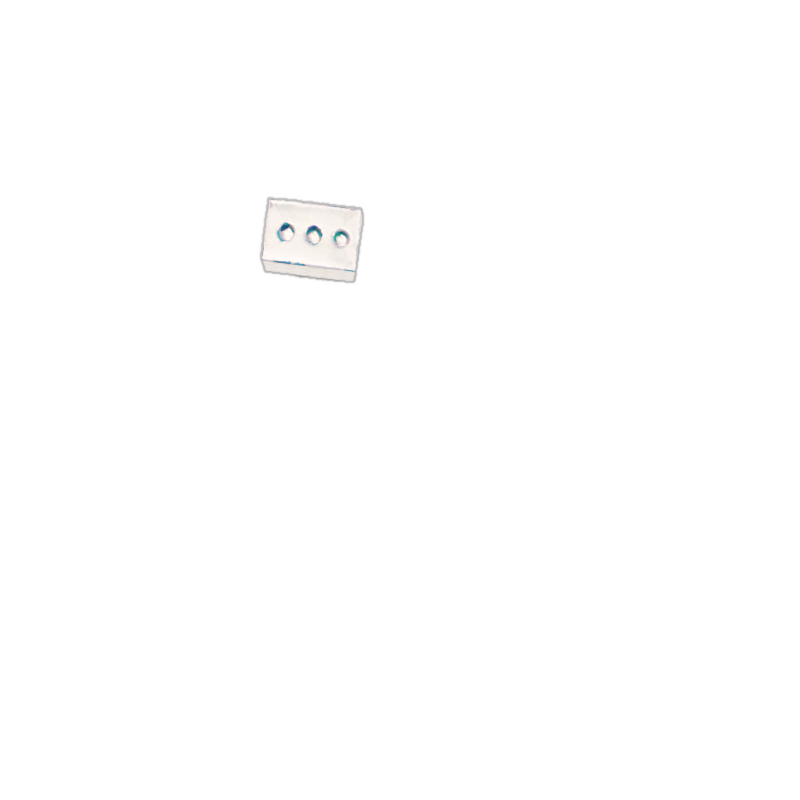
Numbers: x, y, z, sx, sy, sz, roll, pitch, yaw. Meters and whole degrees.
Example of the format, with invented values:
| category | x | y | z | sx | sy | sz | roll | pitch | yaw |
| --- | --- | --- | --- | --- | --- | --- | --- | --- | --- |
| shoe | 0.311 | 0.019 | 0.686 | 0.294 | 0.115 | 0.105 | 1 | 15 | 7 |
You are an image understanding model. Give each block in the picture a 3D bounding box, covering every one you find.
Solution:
| category | x | y | z | sx | sy | sz | roll | pitch | yaw |
| --- | --- | --- | --- | --- | --- | --- | --- | --- | --- |
| block | -0.070 | -0.128 | 0.899 | 0.078 | 0.054 | 0.050 | 6 | -9 | 0 |
